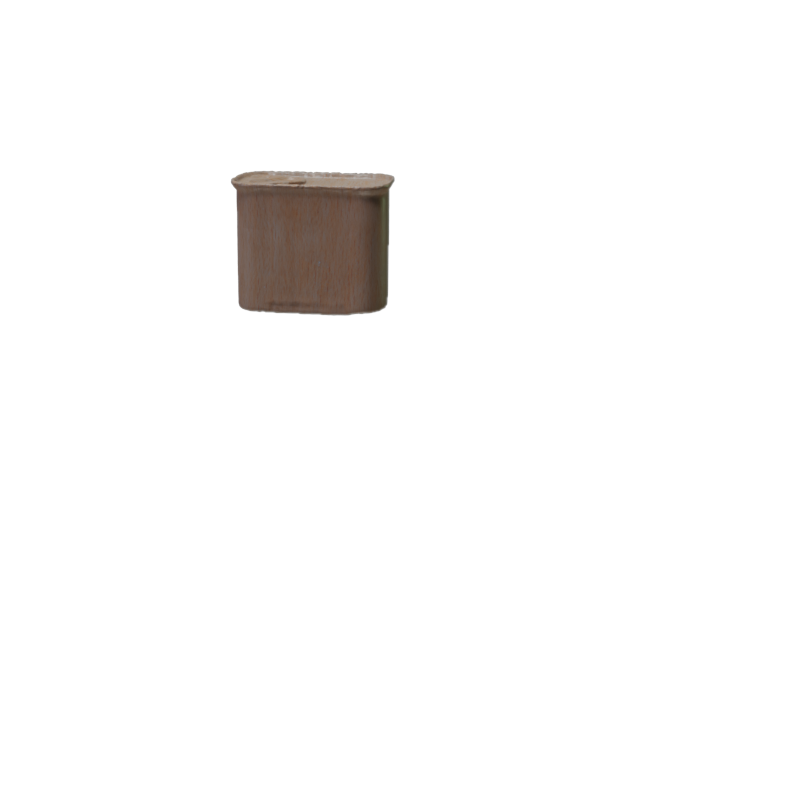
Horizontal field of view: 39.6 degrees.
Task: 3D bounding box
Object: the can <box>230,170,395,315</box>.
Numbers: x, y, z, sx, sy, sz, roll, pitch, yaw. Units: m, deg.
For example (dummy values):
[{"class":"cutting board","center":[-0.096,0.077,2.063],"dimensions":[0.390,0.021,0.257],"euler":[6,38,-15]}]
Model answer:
[{"class":"can","center":[-0.056,-0.102,0.713],"dimensions":[0.103,0.081,0.059],"euler":[3,15,9]}]
